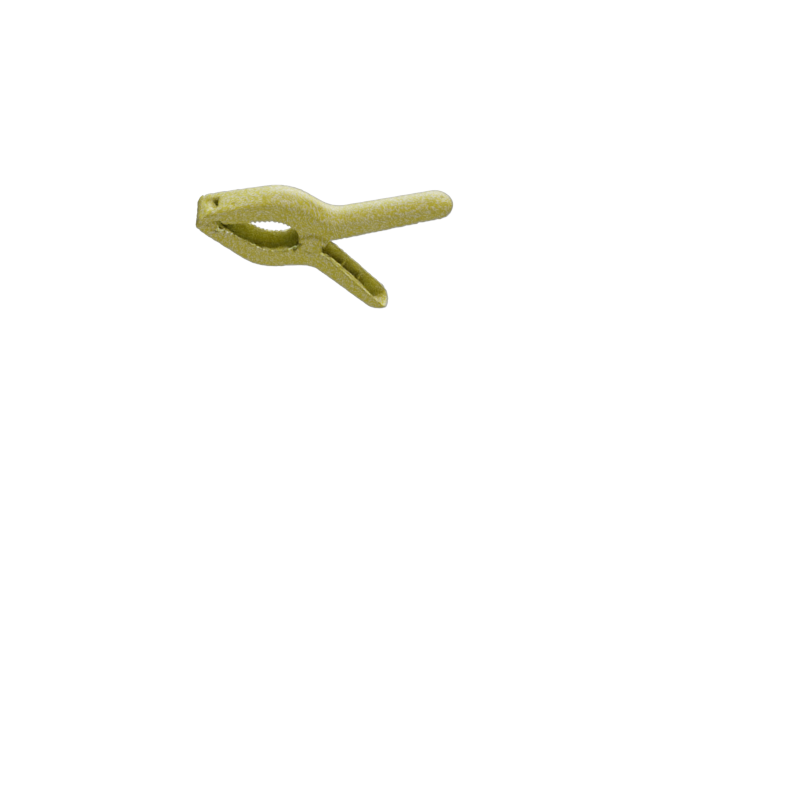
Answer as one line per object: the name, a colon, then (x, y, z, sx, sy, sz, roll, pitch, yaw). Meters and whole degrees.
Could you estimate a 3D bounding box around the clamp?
clamp: (-0.076, -0.139, 0.974, 0.207, 0.039, 0.156, 7, -33, -10)
